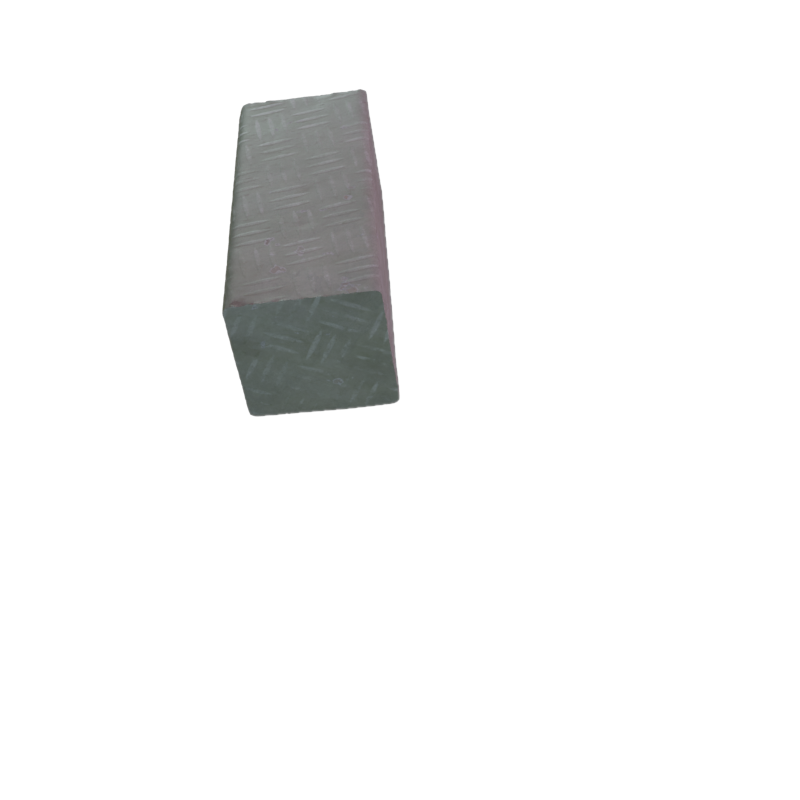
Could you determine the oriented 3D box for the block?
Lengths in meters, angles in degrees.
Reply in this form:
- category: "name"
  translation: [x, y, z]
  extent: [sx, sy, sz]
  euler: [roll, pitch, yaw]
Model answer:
- category: "block"
  translation: [-0.055, -0.099, 0.697]
  extent: [0.090, 0.084, 0.221]
  euler: [-7, 43, 3]
